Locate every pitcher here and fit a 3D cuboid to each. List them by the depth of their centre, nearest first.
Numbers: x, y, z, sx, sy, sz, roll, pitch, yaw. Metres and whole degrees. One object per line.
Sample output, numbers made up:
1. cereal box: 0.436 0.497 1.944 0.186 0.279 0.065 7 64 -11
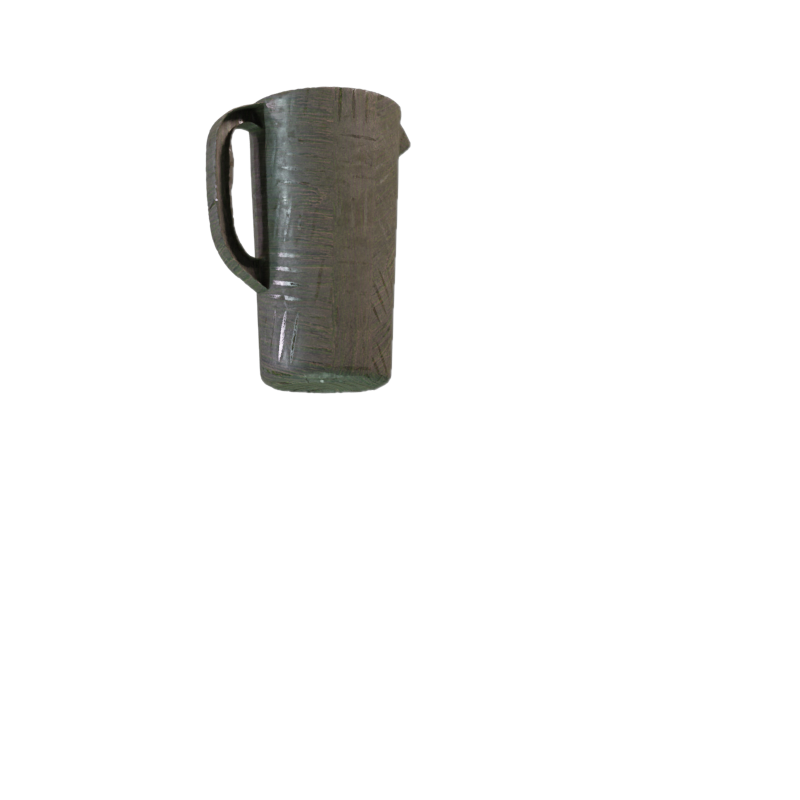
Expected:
1. pitcher: -0.073 -0.132 0.926 0.152 0.250 0.138 -3 -11 14
